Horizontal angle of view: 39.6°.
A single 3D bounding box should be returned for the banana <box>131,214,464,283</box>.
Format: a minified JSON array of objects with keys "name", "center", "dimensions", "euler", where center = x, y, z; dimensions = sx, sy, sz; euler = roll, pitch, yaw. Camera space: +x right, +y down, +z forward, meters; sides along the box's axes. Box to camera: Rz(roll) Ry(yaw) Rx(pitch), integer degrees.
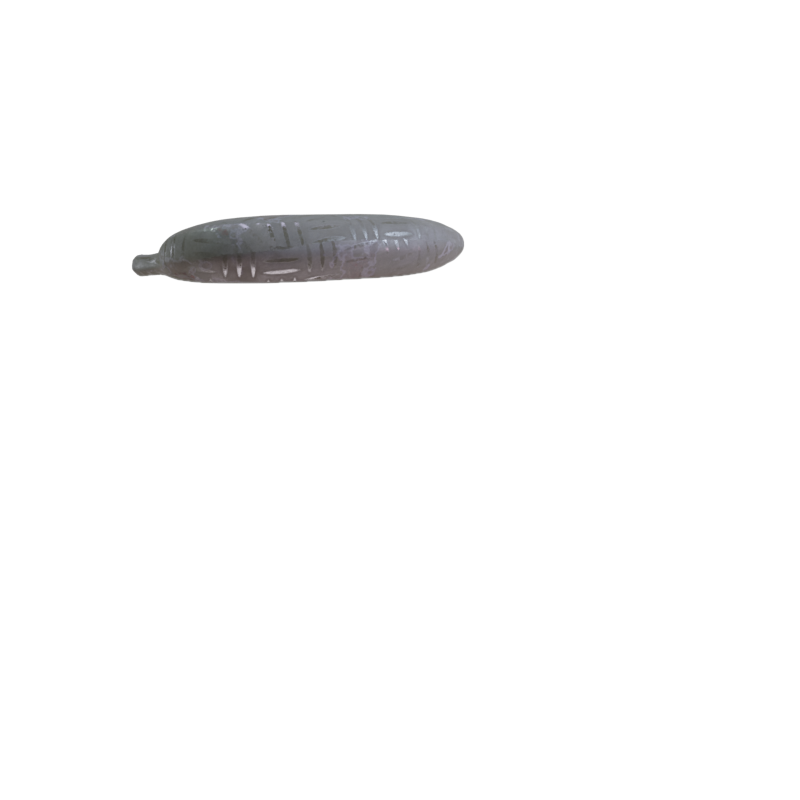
[{"name":"banana","center":[-0.048,-0.087,0.620],"dimensions":[0.194,0.036,0.072],"euler":[-4,13,-15]}]
